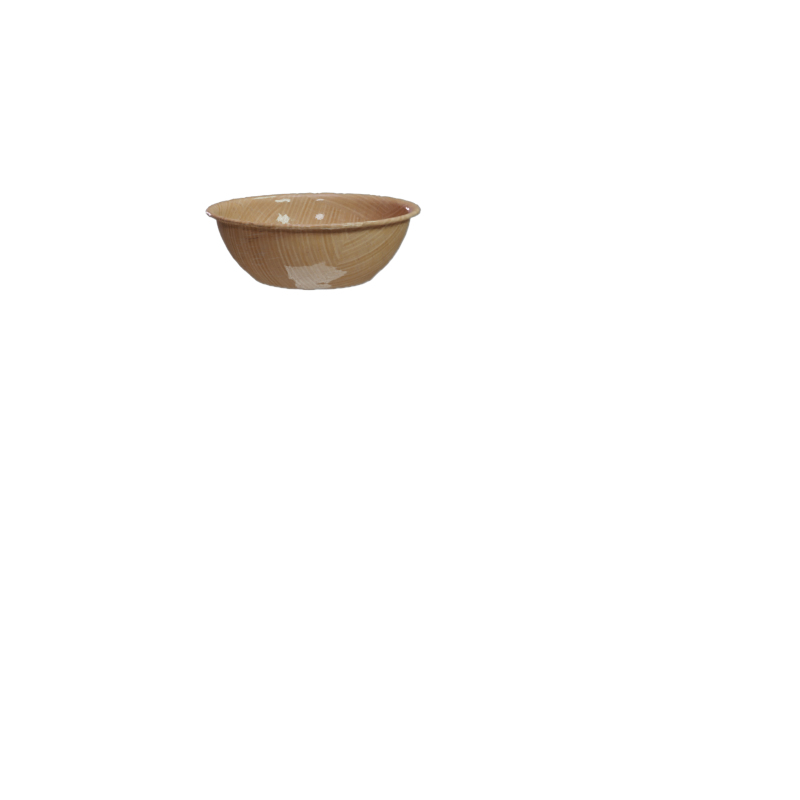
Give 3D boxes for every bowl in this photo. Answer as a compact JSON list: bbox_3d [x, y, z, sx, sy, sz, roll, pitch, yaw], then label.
[{"bbox_3d":[-0.065,-0.119,0.836,0.162,0.053,0.168,-1,18,-2],"label":"bowl"}]
